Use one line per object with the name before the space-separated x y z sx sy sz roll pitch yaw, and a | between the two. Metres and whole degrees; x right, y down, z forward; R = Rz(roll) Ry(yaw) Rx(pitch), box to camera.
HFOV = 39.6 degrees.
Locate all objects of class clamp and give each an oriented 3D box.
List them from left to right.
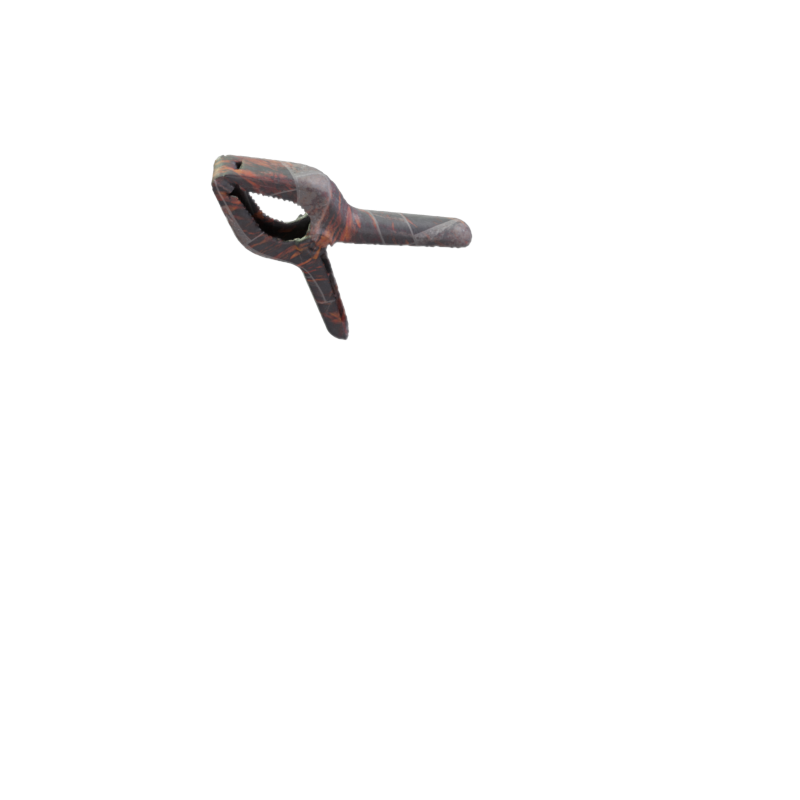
clamp | -0.071 -0.129 0.904 0.200 0.039 0.161 25 -49 -24
